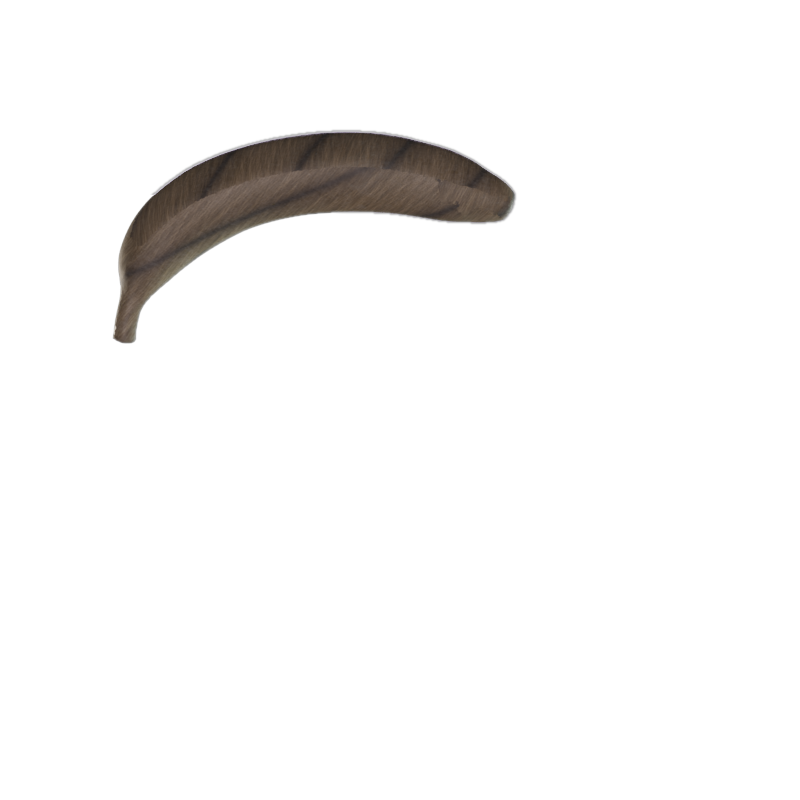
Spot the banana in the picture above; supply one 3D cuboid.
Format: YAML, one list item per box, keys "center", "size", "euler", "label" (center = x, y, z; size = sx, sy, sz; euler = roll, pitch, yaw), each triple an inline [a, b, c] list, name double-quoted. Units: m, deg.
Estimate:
- center: [-0.050, -0.089, 0.513]
  size: [0.198, 0.066, 0.038]
  euler: [-17, 20, 6]
  label: "banana"
